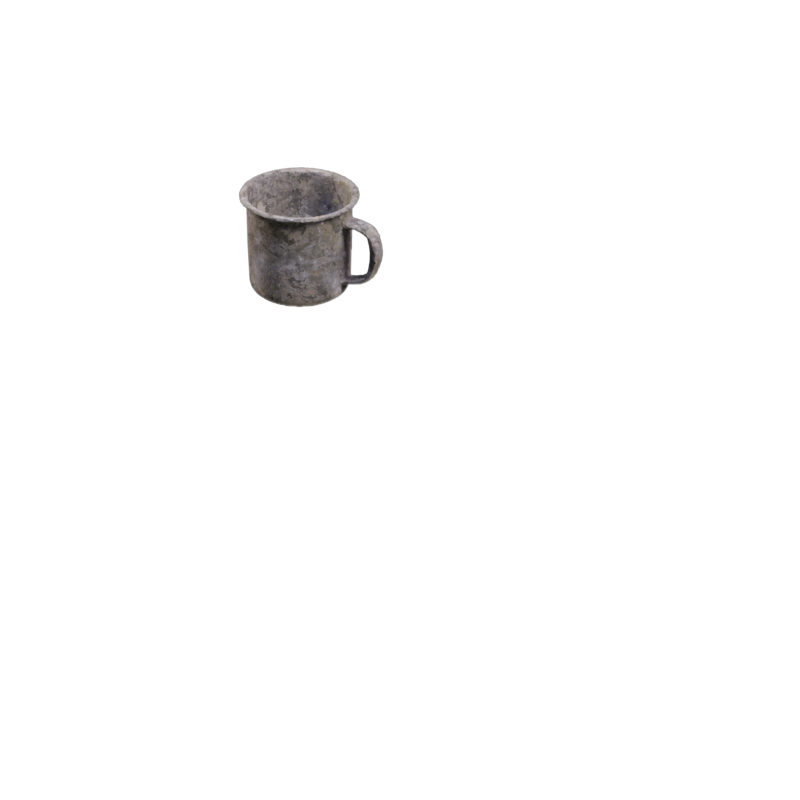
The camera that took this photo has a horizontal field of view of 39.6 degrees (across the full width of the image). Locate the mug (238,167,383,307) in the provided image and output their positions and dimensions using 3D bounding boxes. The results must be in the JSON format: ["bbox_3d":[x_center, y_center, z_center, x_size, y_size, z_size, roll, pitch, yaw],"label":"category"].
[{"bbox_3d":[-0.068,-0.123,0.864,0.122,0.077,0.096,15,35,20],"label":"mug"}]
